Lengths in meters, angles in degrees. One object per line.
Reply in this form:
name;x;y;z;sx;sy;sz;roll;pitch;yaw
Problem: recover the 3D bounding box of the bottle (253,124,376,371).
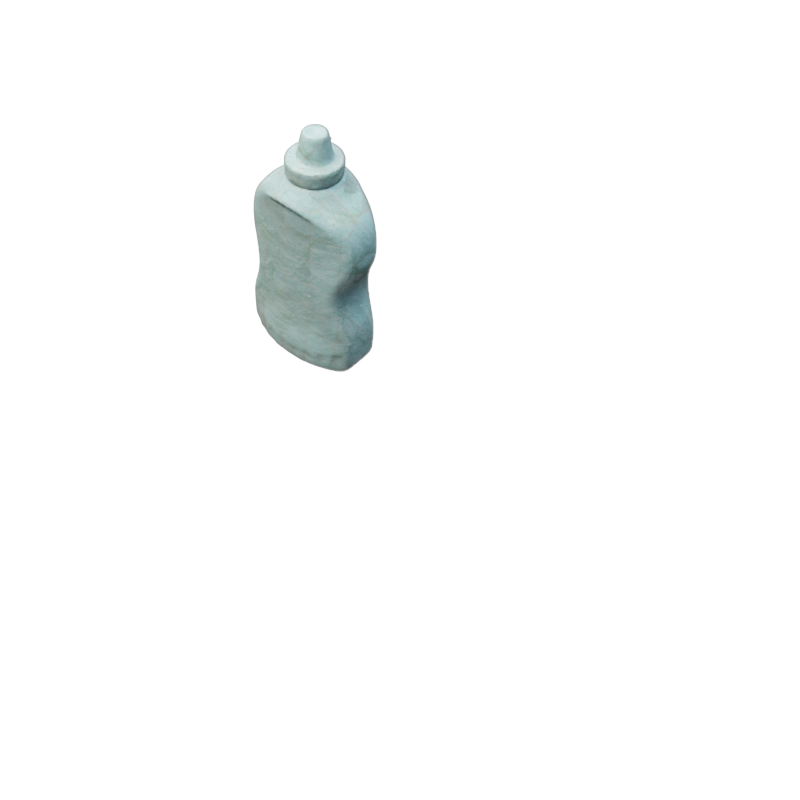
bottle;-0.061;-0.112;0.781;0.102;0.179;0.059;36;54;27
